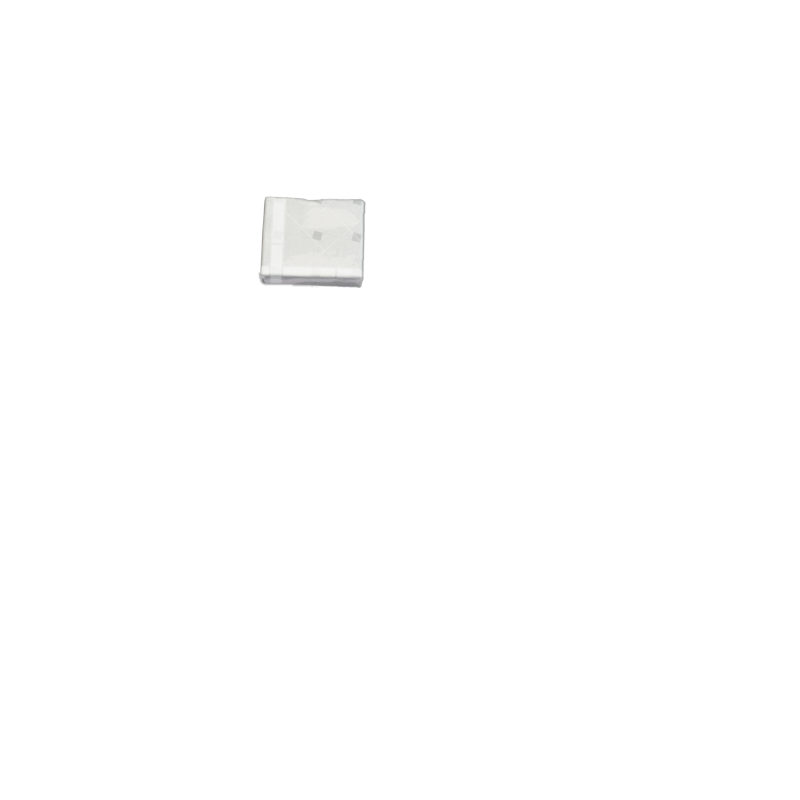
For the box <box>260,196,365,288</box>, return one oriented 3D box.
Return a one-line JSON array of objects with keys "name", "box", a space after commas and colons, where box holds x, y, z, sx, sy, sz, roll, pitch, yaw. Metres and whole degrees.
[{"name": "box", "box": [-0.075, -0.137, 0.963, 0.089, 0.077, 0.029, 2, -20, 0]}]
